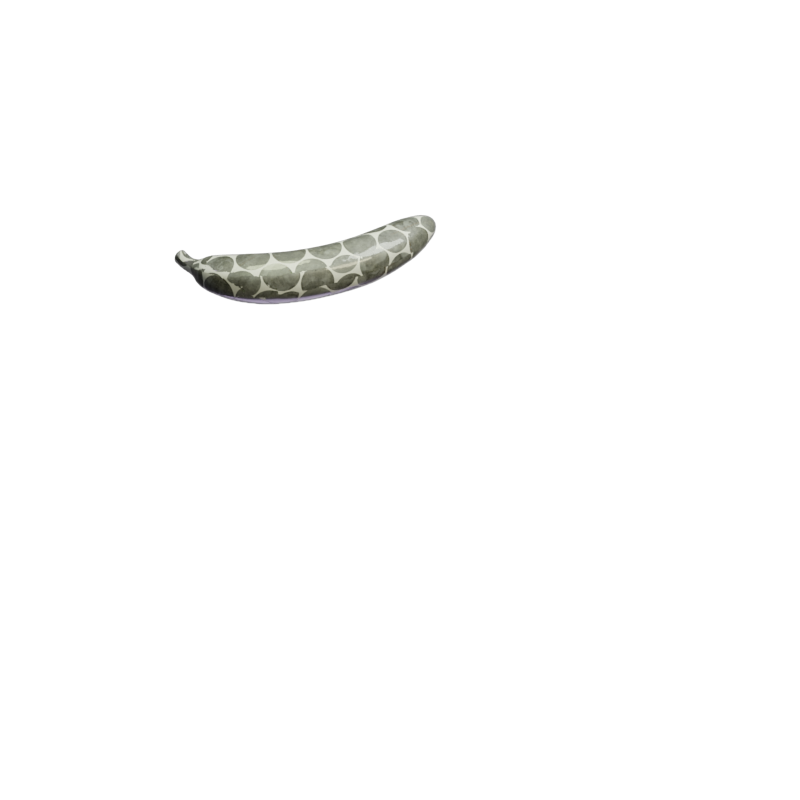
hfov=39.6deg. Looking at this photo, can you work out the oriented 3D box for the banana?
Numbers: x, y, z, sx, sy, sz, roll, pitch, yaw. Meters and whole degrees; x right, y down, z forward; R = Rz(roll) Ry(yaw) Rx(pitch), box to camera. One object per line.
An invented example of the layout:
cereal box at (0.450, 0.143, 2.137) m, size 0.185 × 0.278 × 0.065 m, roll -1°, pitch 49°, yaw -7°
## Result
banana at (-0.064, -0.102, 0.808) m, size 0.196 × 0.075 × 0.034 m, roll -8°, pitch -42°, yaw -7°
